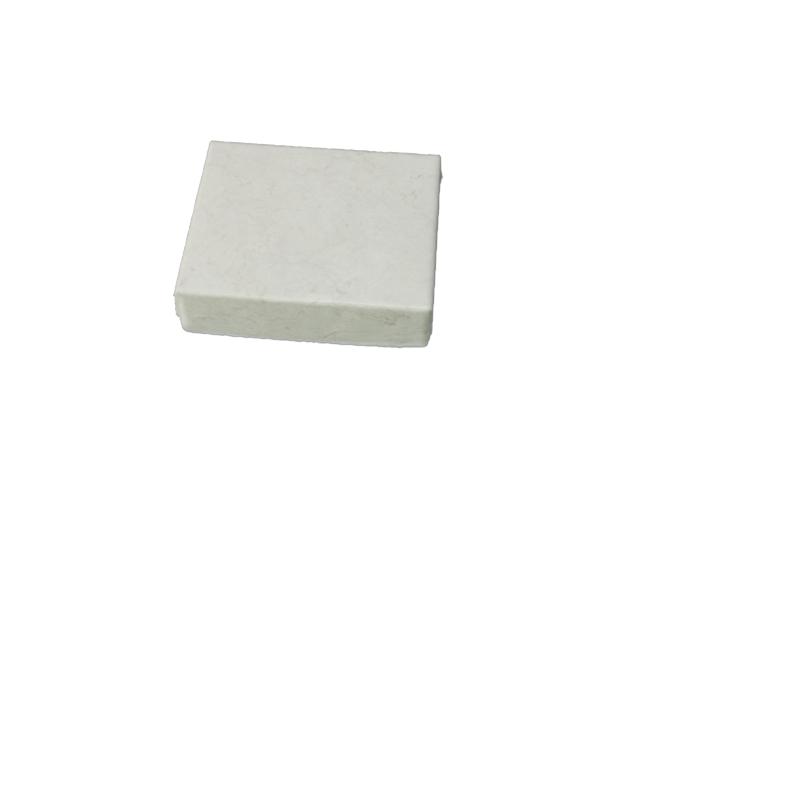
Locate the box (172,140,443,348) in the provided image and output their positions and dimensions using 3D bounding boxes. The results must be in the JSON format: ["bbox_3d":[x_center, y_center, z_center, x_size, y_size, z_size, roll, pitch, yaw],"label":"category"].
[{"bbox_3d":[-0.040,-0.072,0.505,0.114,0.096,0.036,5,-34,3],"label":"box"}]
